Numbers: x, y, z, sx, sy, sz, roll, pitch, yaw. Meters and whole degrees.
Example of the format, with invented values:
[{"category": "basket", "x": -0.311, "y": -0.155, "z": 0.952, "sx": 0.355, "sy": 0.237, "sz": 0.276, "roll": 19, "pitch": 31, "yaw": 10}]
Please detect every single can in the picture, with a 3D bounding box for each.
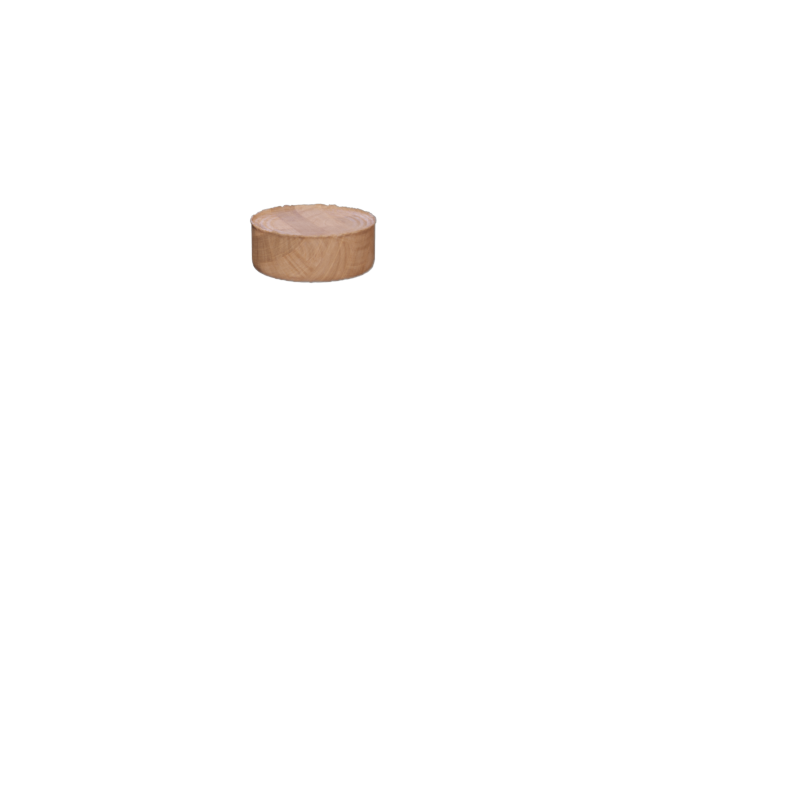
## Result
[{"category": "can", "x": -0.059, "y": -0.108, "z": 0.755, "sx": 0.086, "sy": 0.032, "sz": 0.090, "roll": -1, "pitch": 22, "yaw": -2}]
